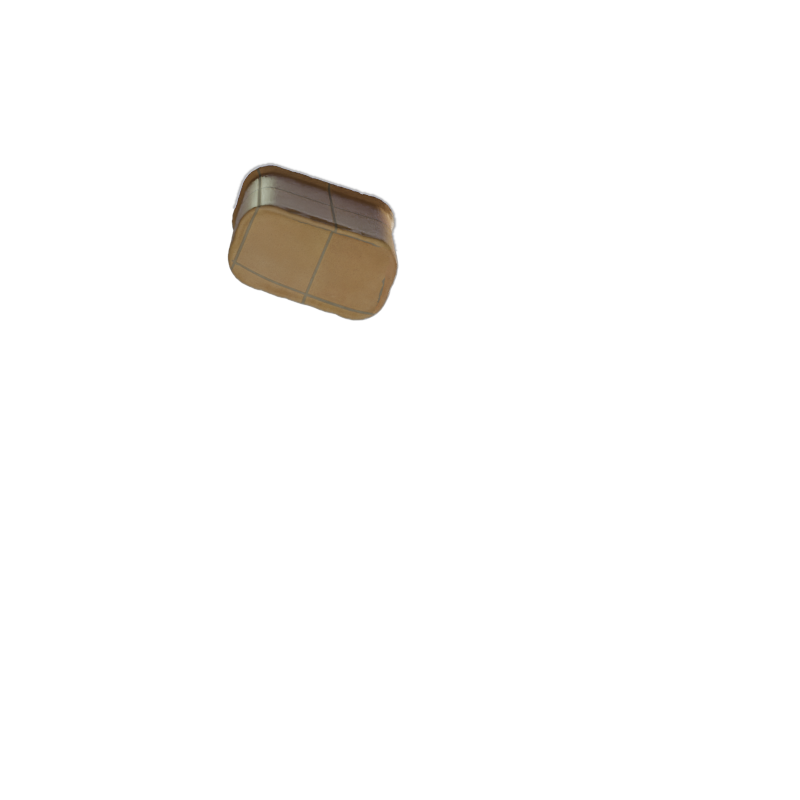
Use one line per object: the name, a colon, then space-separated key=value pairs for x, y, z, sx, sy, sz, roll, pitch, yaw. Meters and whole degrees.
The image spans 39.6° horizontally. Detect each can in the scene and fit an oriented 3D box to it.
can: x=-0.052 y=-0.096 z=0.671 sx=0.101 sy=0.056 sz=0.088 roll=16 pitch=21 yaw=-8
